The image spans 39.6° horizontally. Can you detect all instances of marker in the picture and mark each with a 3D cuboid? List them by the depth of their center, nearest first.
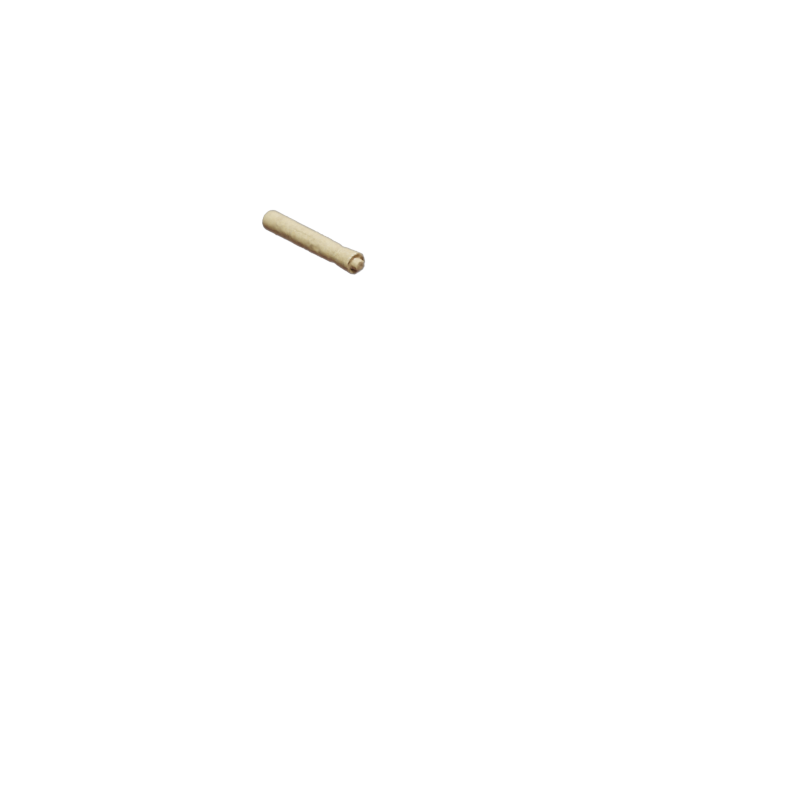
[{"bbox_3d":[-0.072,-0.131,0.920,0.019,0.019,0.129,-3,25,-42],"label":"marker"}]
